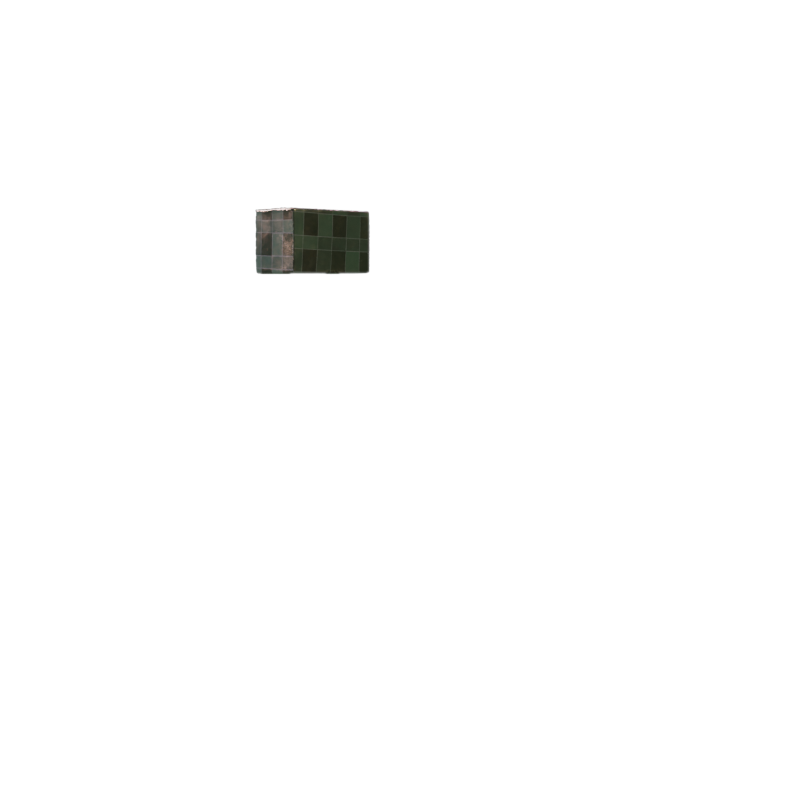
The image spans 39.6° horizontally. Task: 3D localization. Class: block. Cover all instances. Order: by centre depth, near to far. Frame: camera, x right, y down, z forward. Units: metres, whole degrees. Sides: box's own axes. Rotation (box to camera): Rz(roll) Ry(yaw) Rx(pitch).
[{"bbox_3d":[-0.069,-0.126,0.880,0.075,0.051,0.055,-3,4,-40],"label":"block"}]
